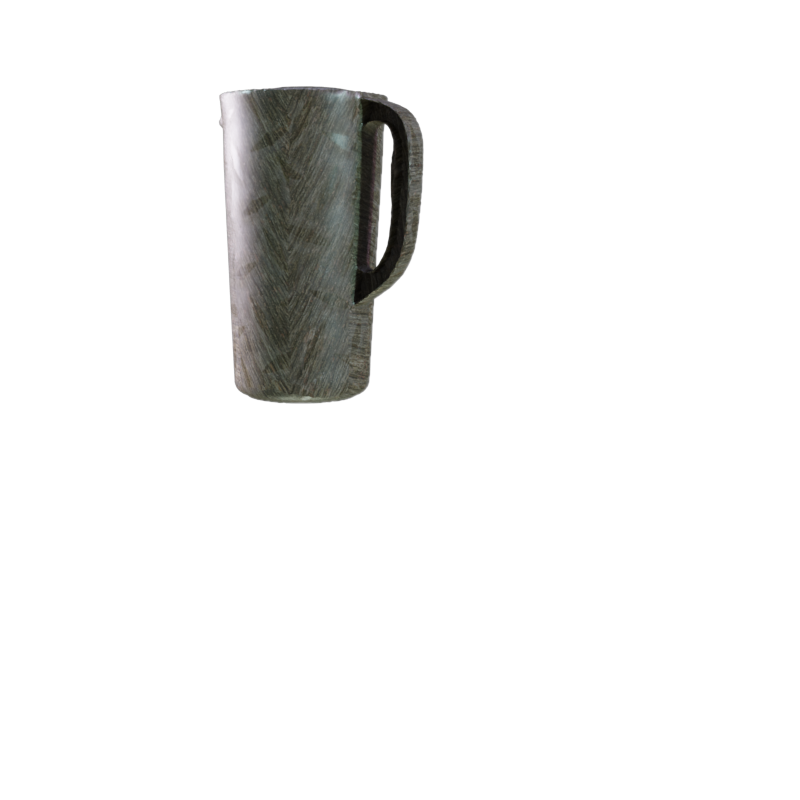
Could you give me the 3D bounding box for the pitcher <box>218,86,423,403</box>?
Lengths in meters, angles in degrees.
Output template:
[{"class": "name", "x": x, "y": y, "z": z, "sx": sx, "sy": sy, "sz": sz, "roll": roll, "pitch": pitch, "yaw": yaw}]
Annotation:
[{"class": "pitcher", "x": -0.068, "y": -0.124, "z": 0.870, "sx": 0.143, "sy": 0.241, "sz": 0.153, "roll": -1, "pitch": 5, "yaw": -12}]
